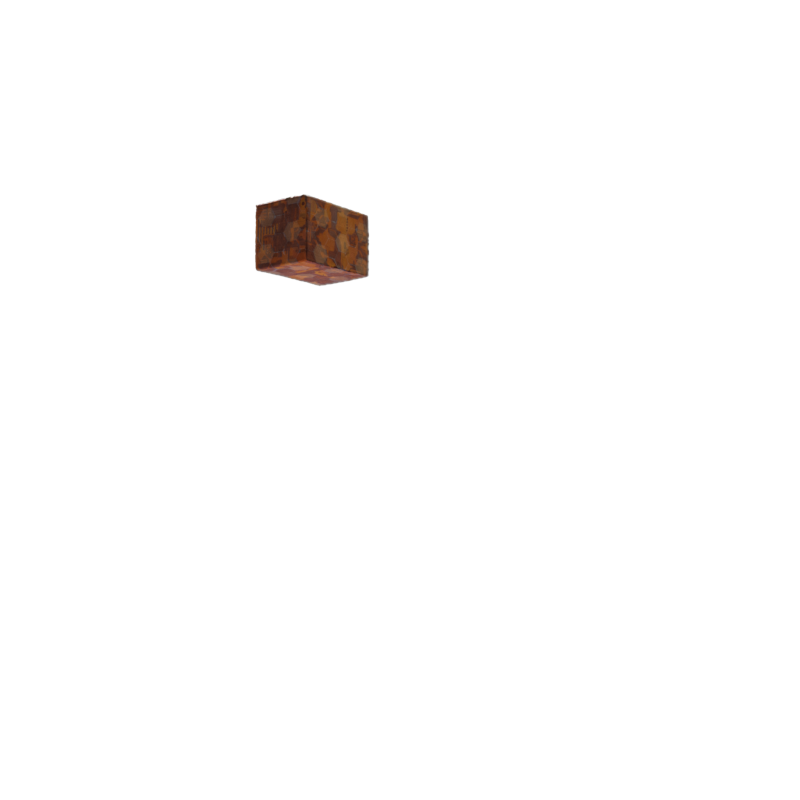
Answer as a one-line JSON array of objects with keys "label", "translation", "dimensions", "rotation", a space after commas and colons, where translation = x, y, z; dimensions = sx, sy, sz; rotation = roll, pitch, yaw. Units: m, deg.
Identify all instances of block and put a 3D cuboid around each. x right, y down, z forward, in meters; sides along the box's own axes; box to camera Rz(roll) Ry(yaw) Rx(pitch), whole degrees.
[{"label": "block", "translation": [-0.066, -0.121, 0.847], "dimensions": [0.054, 0.053, 0.074], "rotation": [-8, -11, 36]}]
